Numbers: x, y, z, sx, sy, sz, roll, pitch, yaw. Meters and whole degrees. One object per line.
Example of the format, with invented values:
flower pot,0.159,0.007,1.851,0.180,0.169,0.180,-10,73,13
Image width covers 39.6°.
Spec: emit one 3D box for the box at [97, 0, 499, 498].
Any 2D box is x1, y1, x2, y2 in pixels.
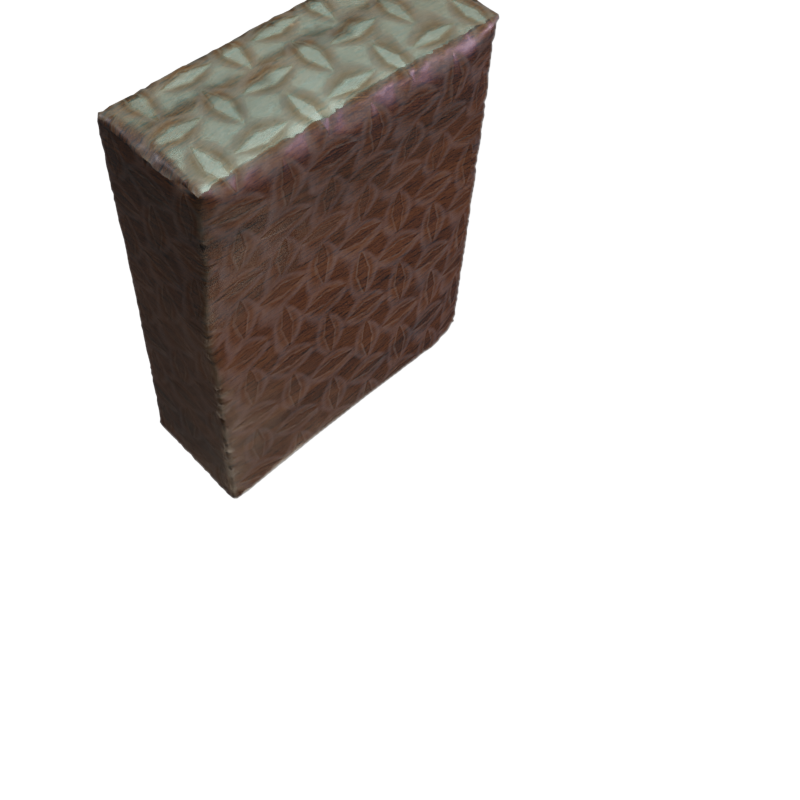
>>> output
box,-0.040,-0.073,0.514,0.076,0.199,0.165,40,61,23
